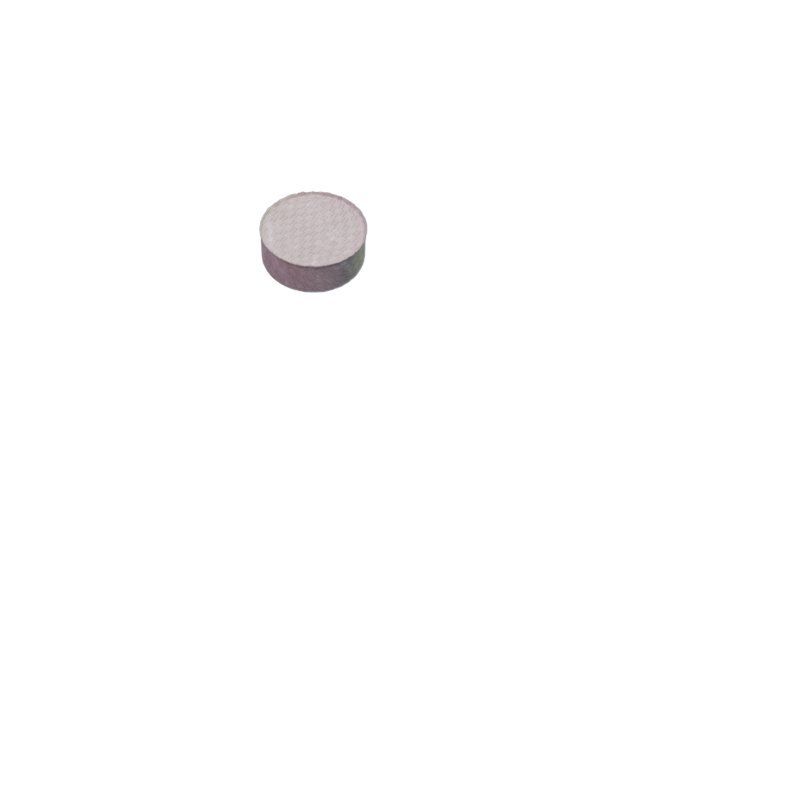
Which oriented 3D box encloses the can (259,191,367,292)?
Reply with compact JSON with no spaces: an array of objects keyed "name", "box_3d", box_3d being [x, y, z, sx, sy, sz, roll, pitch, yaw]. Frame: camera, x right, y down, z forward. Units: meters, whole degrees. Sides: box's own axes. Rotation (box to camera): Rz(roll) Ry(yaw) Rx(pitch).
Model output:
[{"name":"can","box_3d":[-0.070,-0.127,0.890,0.086,0.092,0.031,-1,-41,-1]}]
